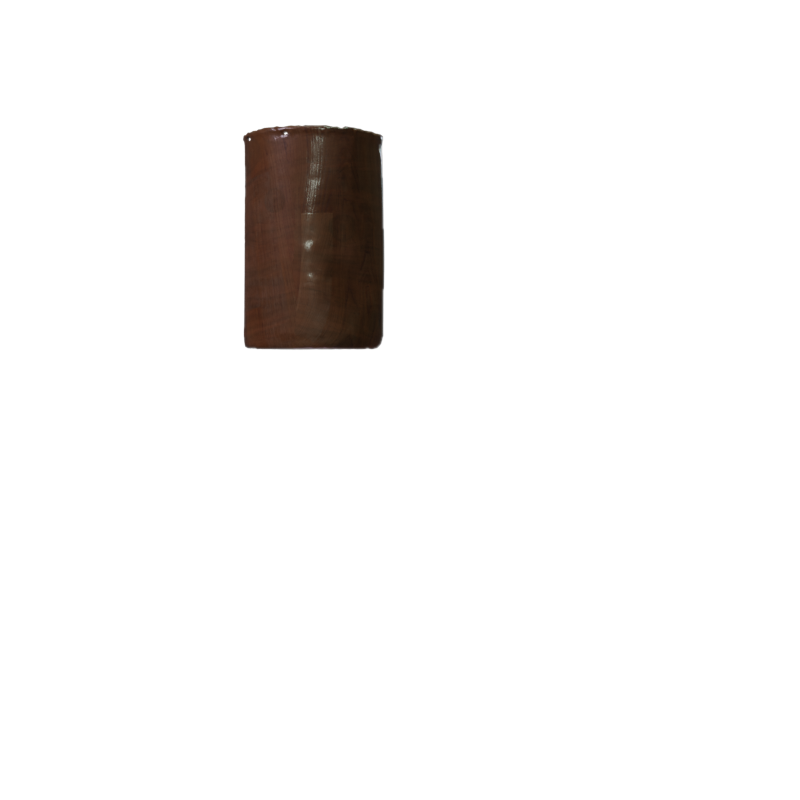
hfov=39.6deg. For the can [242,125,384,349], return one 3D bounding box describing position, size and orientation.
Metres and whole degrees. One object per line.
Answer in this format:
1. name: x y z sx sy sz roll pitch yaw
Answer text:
1. can: -0.042 -0.076 0.534 0.068 0.103 0.068 0 -2 -2
